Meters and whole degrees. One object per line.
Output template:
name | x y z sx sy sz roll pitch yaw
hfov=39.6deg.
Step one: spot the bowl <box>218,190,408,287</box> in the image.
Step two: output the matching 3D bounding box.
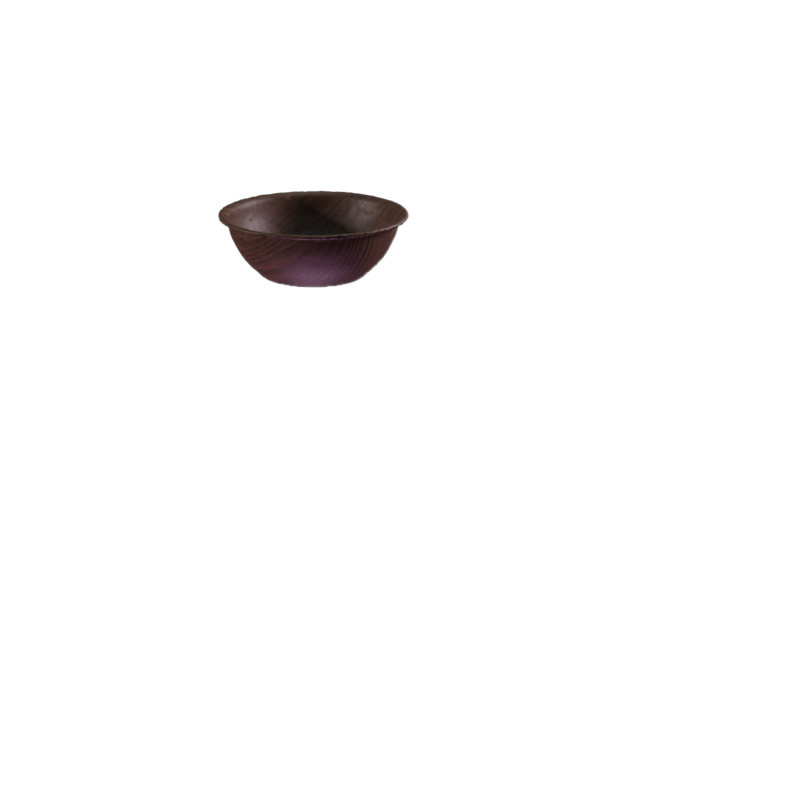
bowl | -0.074 -0.135 0.948 0.162 0.053 0.169 -1 22 -2
